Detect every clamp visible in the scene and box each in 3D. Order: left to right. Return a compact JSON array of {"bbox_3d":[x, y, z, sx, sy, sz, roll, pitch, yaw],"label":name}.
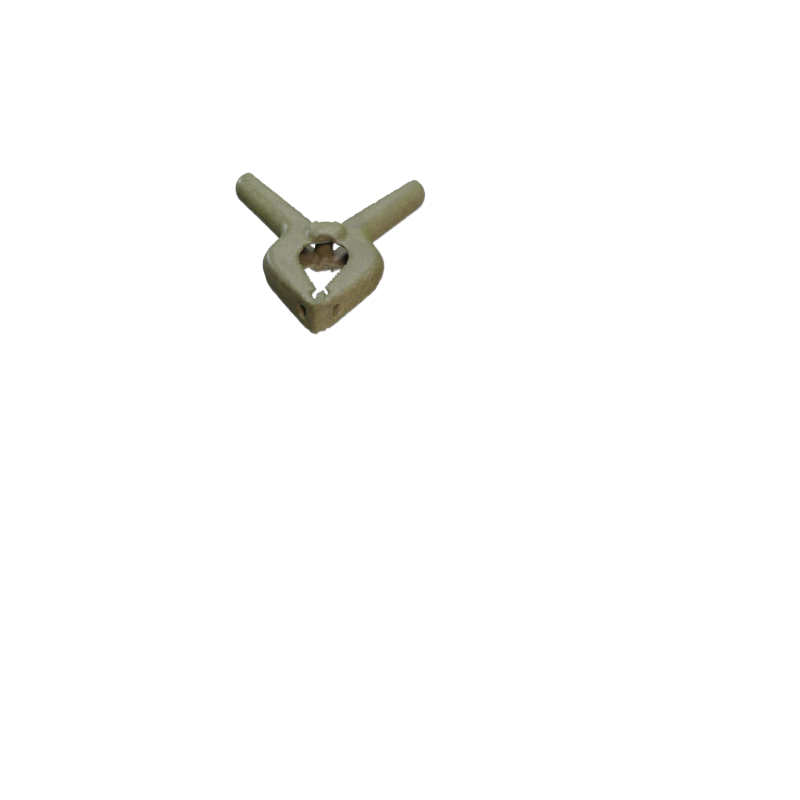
[{"bbox_3d":[-0.070,-0.128,0.899,0.166,0.034,0.222,5,38,6],"label":"clamp"}]
